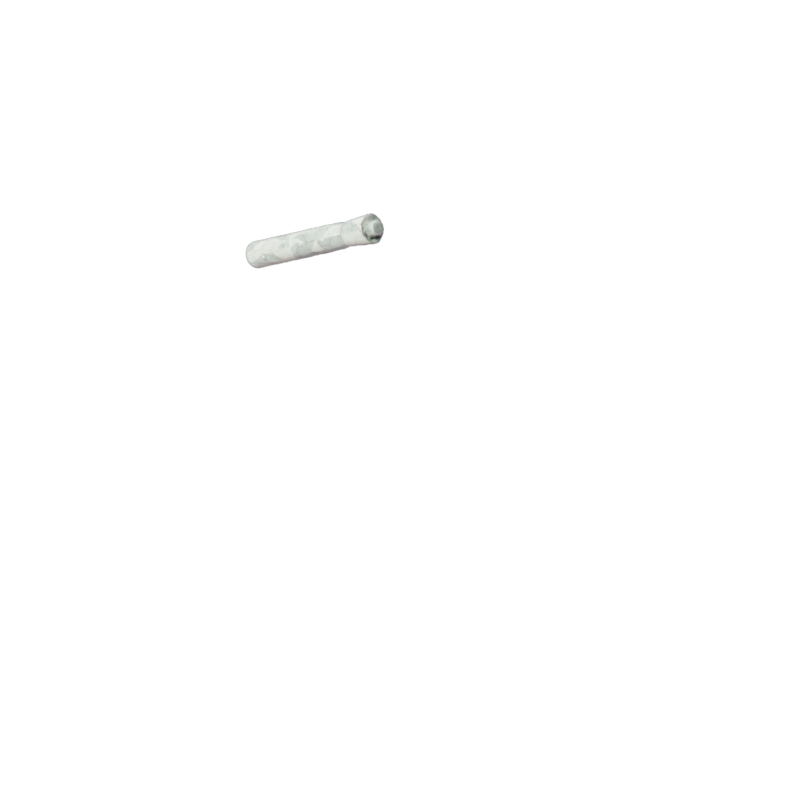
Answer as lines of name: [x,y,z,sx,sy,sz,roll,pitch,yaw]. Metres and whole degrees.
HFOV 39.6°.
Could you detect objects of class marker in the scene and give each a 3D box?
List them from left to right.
marker: [-0.055,-0.101,0.706,0.019,0.020,0.124,-4,0,-43]
